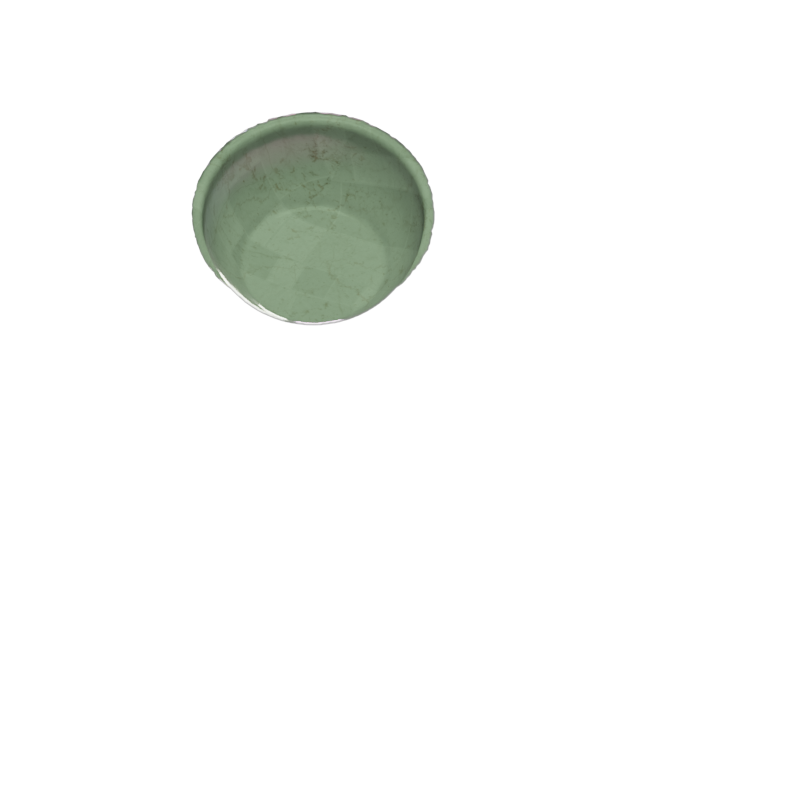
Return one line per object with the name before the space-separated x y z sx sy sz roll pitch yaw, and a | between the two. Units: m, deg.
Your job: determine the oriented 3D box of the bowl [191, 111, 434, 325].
bowl | -0.056 -0.102 0.715 0.162 0.151 0.059 1 38 -1
